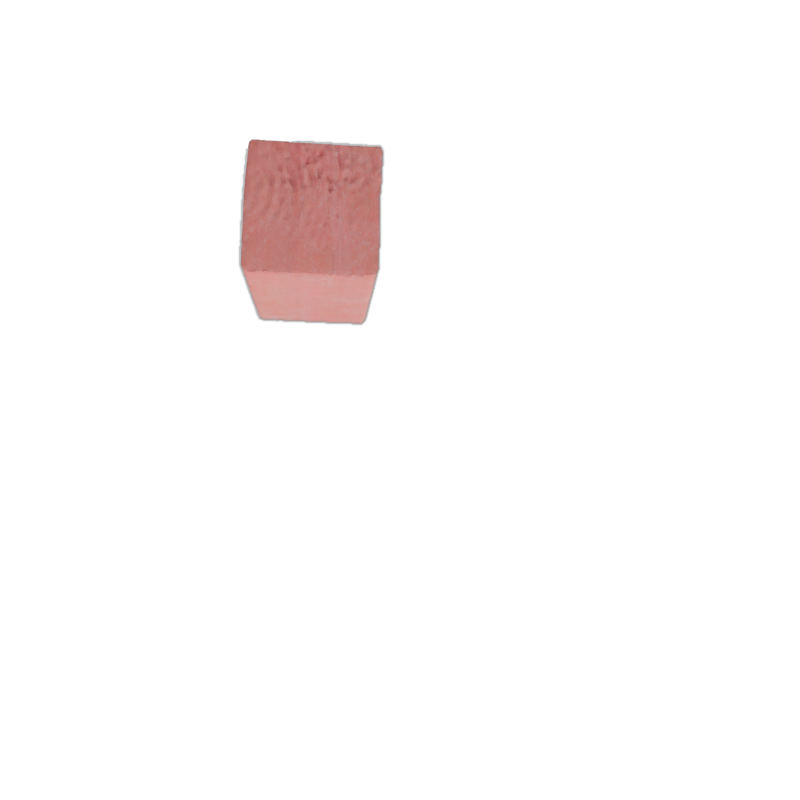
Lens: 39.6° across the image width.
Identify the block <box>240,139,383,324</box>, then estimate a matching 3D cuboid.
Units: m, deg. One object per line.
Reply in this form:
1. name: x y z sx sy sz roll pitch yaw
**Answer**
1. block: -0.064 -0.115 0.811 0.090 0.092 0.202 3 -6 -3
